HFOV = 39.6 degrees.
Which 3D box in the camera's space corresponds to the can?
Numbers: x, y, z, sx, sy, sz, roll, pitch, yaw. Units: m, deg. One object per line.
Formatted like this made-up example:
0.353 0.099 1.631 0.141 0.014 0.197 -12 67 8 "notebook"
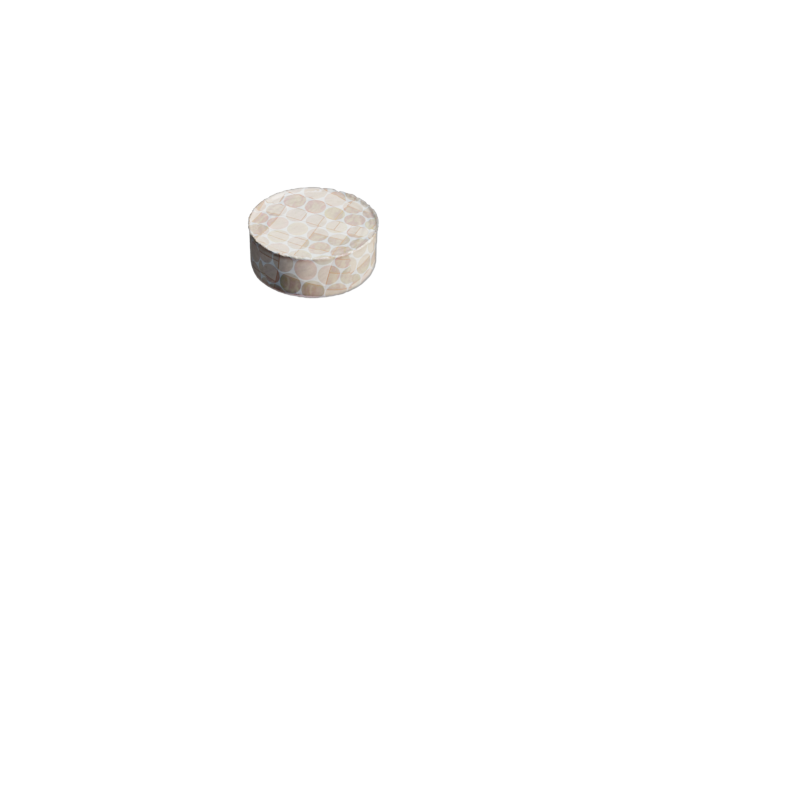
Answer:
-0.057 -0.105 0.734 0.086 0.031 0.092 -1 39 -2 "can"
